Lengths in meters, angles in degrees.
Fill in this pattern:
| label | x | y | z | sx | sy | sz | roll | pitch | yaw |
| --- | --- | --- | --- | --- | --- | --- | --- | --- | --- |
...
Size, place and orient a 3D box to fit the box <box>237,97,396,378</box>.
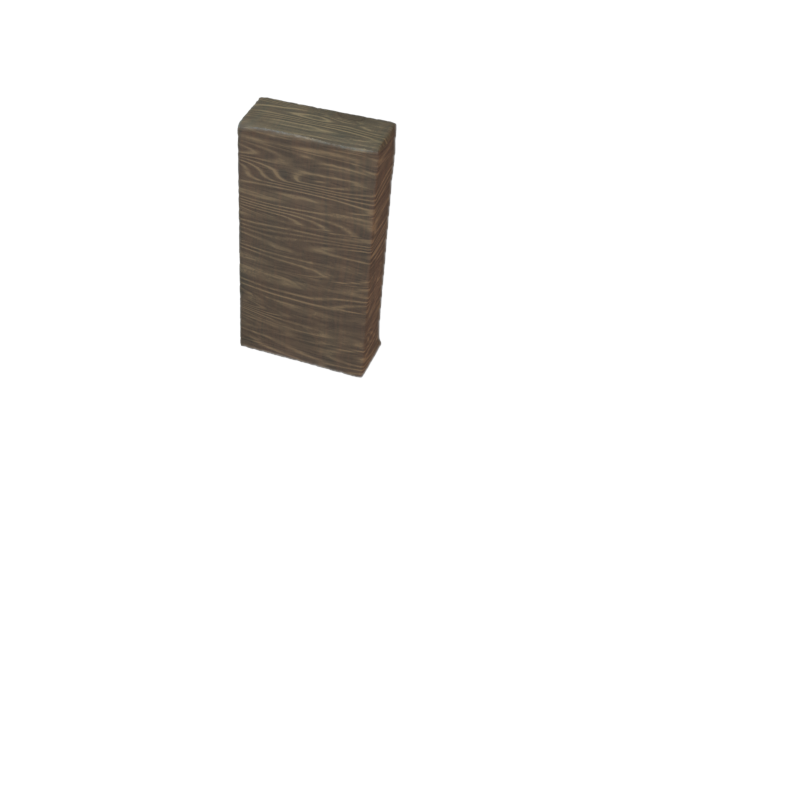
| label | x | y | z | sx | sy | sz | roll | pitch | yaw |
| --- | --- | --- | --- | --- | --- | --- | --- | --- | --- |
| box | -0.056 | -0.102 | 0.717 | 0.096 | 0.164 | 0.050 | 15 | 41 | 14 |
